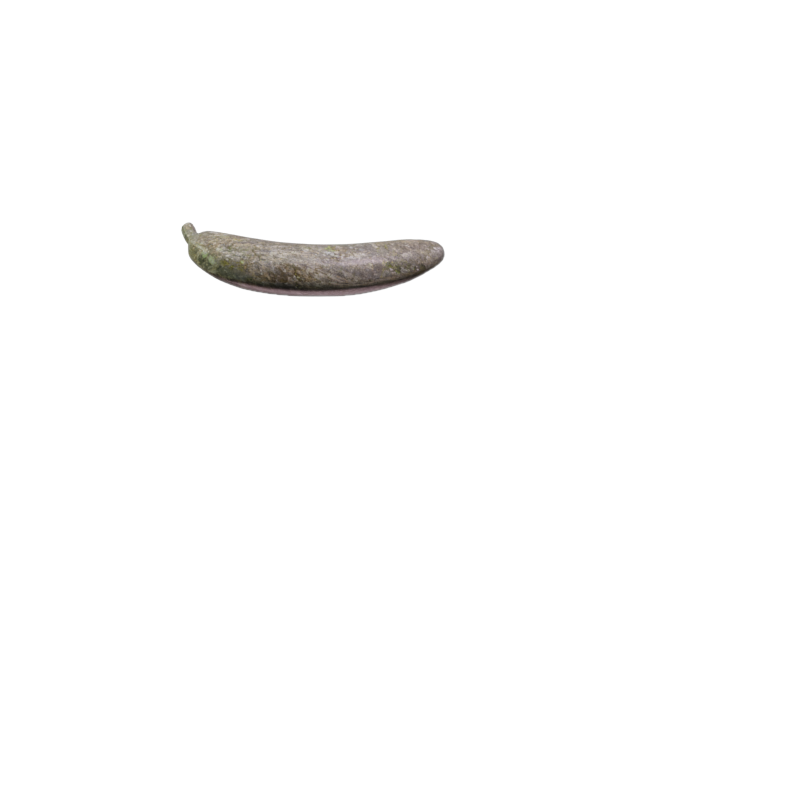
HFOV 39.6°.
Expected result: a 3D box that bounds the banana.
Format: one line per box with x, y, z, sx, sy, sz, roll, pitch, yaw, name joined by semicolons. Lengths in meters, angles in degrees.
-0.069;-0.102;0.793;0.200;0.034;0.074;7;44;7;banana
